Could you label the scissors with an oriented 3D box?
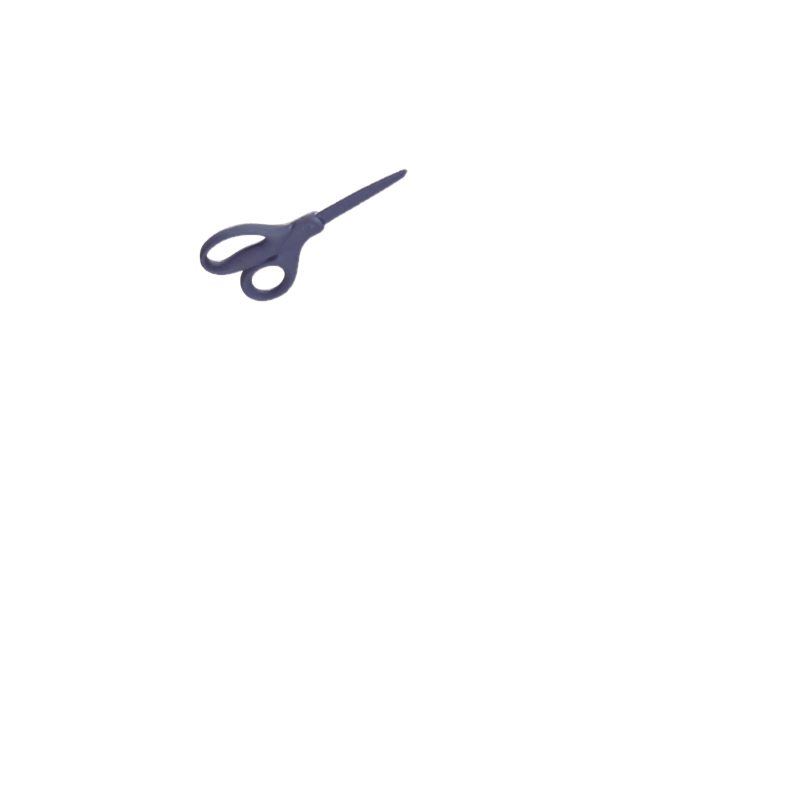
[{"bbox_3d":[-0.075,-0.138,0.963,0.203,0.017,0.089,-14,-45,14],"label":"scissors"}]
